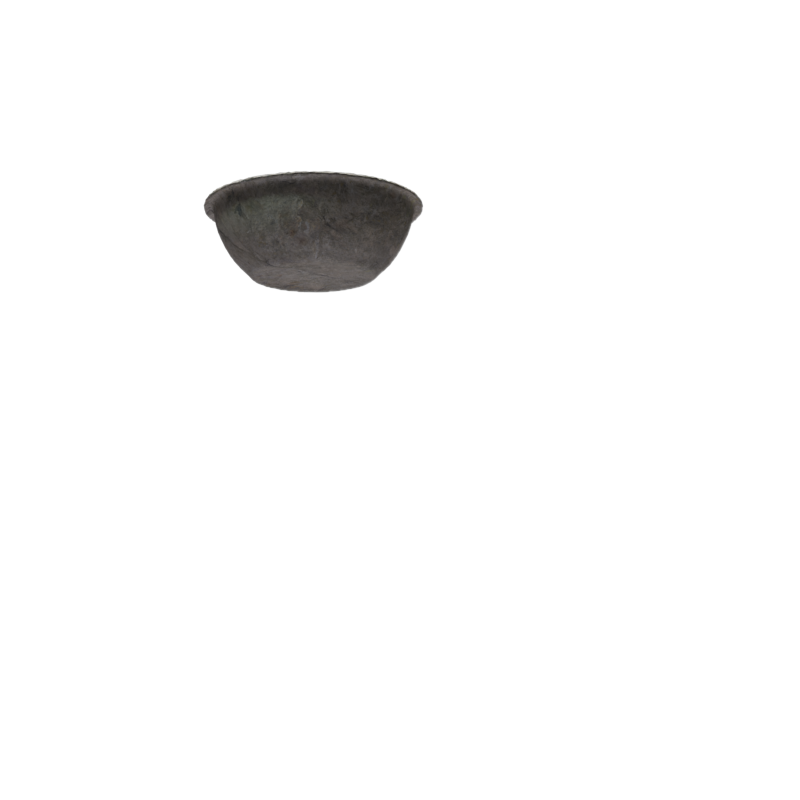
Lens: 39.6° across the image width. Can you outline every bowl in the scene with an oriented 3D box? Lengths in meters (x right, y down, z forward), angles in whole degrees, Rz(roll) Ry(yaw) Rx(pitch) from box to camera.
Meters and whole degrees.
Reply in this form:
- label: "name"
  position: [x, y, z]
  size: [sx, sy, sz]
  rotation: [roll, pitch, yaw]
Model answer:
- label: "bowl"
  position: [-0.064, -0.116, 0.812]
  size: [0.162, 0.057, 0.157]
  rotation: [0, -10, -2]
